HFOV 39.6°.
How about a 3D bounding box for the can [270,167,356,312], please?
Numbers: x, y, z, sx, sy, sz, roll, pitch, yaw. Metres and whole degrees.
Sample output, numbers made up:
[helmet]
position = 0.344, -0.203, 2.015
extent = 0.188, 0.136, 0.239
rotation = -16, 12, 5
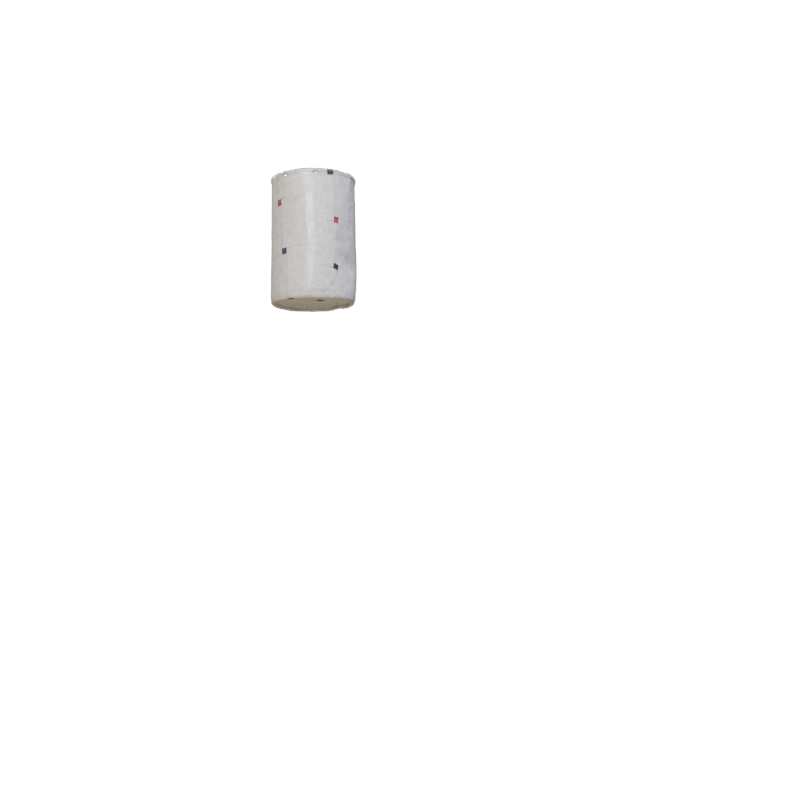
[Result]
[can]
position = -0.069, -0.125, 0.878
extent = 0.068, 0.105, 0.067
rotation = 0, -11, -2
